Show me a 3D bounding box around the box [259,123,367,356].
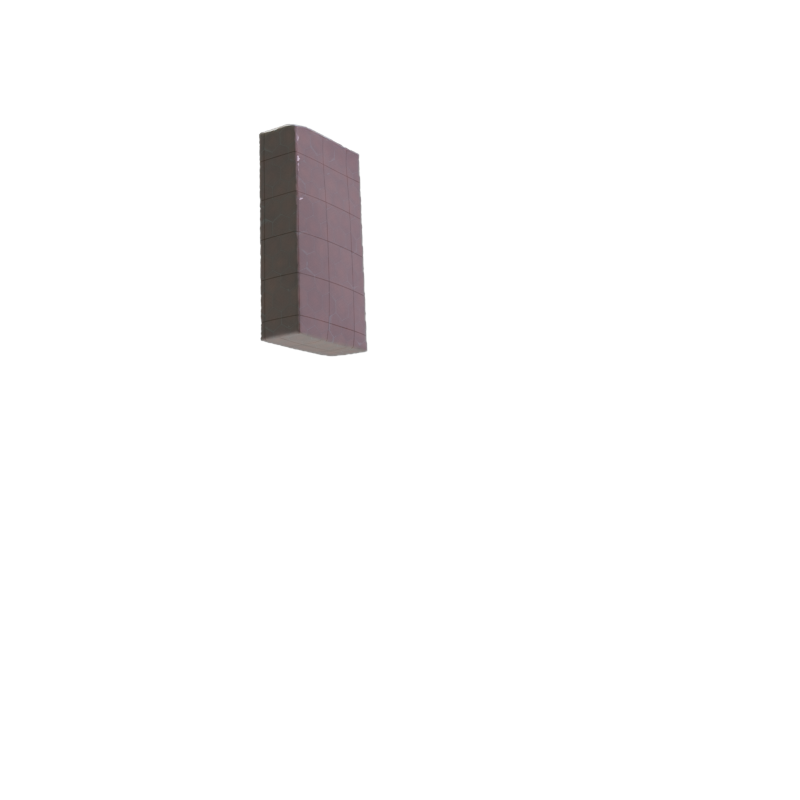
[{"bbox_3d":[-0.071,-0.129,0.903,0.049,0.183,0.088,-12,-18,34],"label":"box"}]
